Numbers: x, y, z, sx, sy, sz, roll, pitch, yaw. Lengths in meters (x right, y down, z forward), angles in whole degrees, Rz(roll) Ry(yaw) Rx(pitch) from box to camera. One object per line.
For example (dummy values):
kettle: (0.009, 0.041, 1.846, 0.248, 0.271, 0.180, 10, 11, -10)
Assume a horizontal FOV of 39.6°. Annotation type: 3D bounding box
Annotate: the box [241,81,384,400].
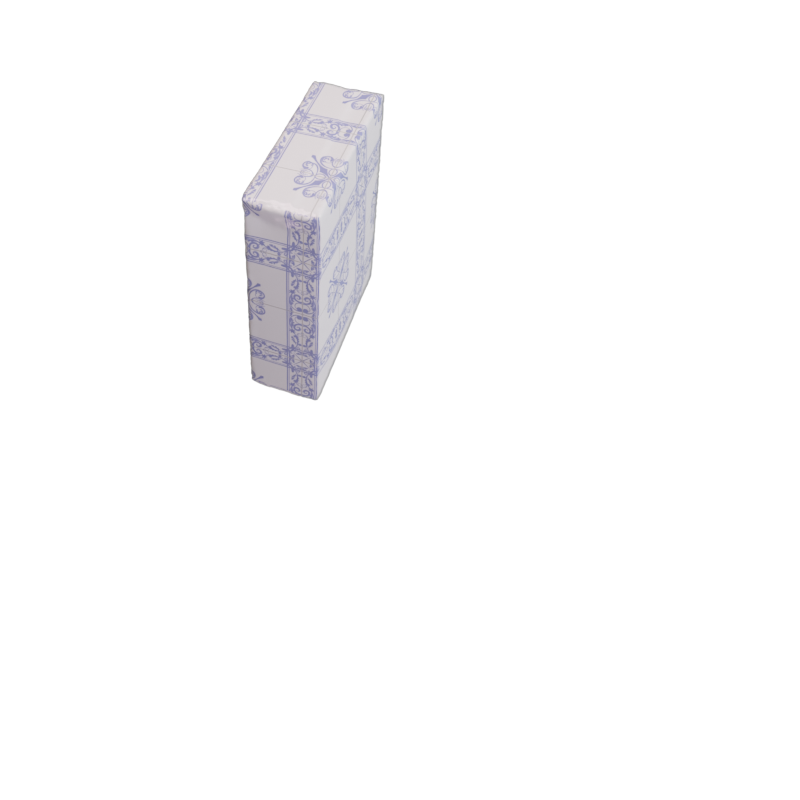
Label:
box: (-0.073, -0.133, 0.932, 0.073, 0.172, 0.199, 14, -41, 9)
